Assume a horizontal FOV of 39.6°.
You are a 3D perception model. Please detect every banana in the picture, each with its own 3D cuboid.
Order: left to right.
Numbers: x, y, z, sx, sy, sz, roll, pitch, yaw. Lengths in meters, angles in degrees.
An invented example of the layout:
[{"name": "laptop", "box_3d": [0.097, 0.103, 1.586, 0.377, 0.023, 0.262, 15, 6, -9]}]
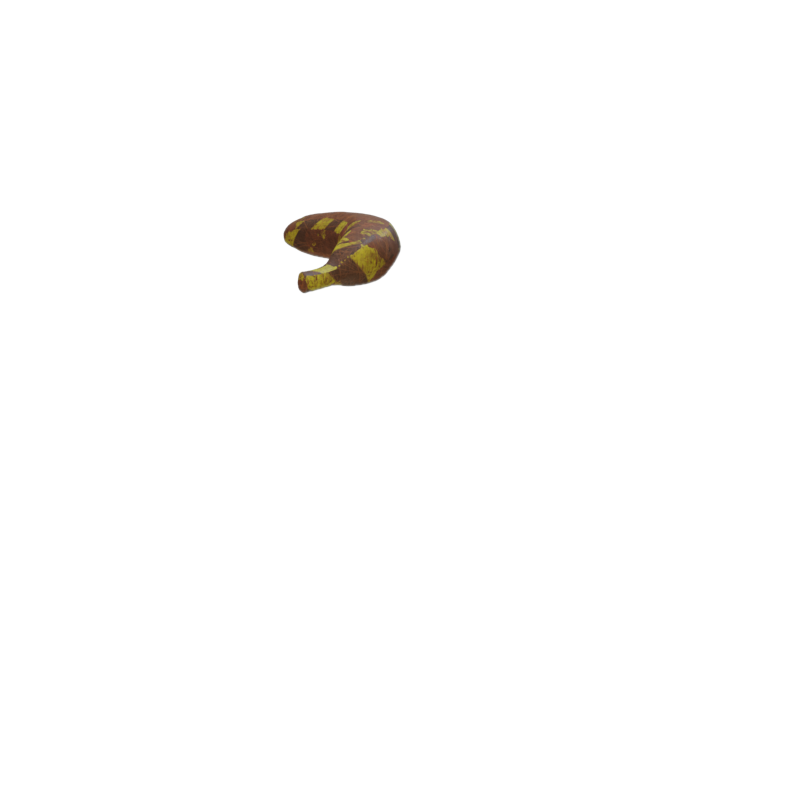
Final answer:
[{"name": "banana", "box_3d": [-0.038, -0.103, 0.724, 0.069, 0.036, 0.204, -2, 14, -7]}]
